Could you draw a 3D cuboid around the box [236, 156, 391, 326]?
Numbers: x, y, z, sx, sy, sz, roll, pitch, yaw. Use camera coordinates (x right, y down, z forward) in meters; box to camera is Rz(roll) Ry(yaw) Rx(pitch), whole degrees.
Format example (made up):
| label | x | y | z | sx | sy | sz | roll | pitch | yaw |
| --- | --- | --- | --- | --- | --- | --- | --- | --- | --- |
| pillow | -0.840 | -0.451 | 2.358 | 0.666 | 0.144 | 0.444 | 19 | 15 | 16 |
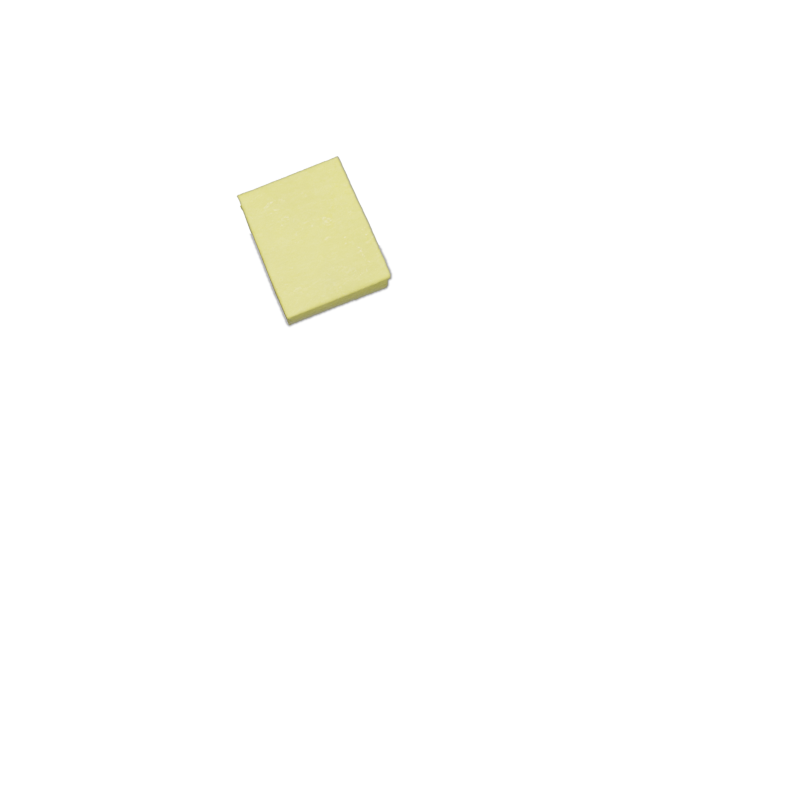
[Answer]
| label | x | y | z | sx | sy | sz | roll | pitch | yaw |
| --- | --- | --- | --- | --- | --- | --- | --- | --- | --- |
| box | -0.070 | -0.128 | 0.895 | 0.089 | 0.118 | 0.037 | -22 | -16 | -7 |
